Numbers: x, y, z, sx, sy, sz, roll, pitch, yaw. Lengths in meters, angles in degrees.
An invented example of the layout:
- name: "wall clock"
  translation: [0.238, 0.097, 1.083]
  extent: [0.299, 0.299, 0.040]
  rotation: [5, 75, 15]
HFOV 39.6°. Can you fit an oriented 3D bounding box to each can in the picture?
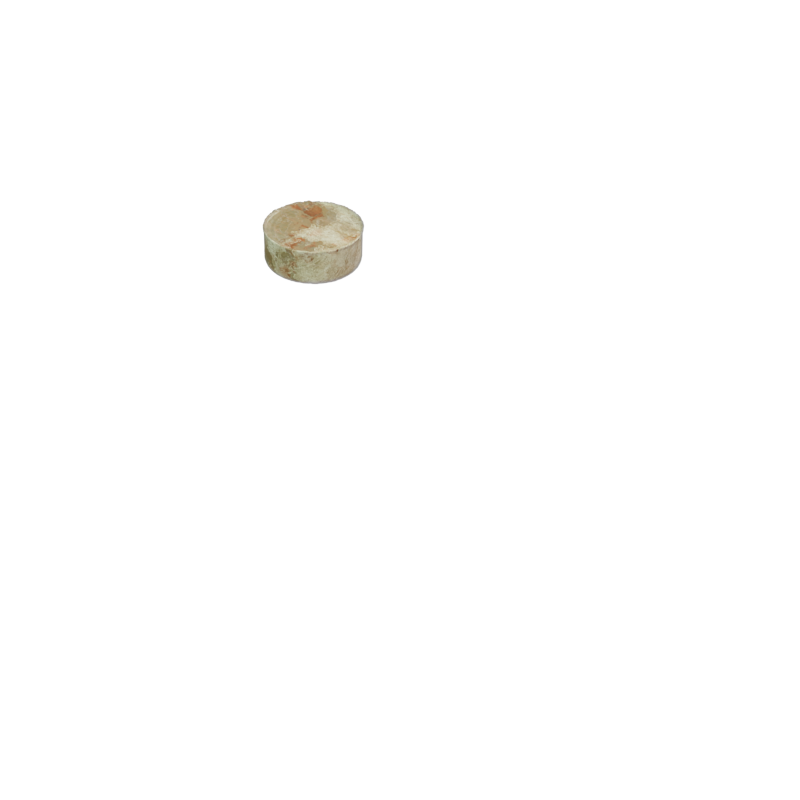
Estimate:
- name: "can"
  translation: [-0.074, -0.135, 0.948]
  extent: [0.086, 0.031, 0.092]
  rotation: [-1, 37, -2]
